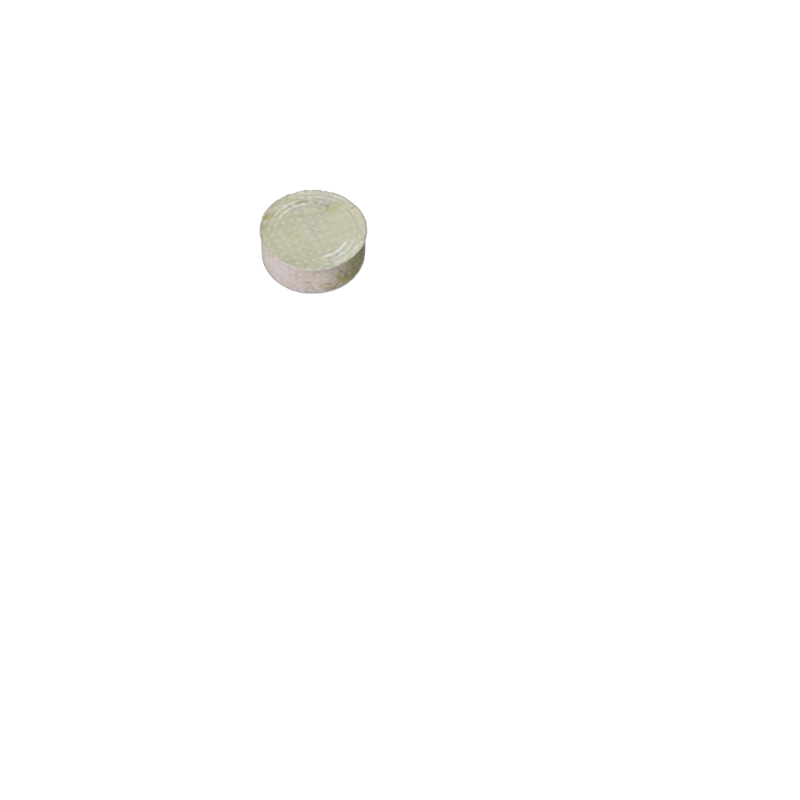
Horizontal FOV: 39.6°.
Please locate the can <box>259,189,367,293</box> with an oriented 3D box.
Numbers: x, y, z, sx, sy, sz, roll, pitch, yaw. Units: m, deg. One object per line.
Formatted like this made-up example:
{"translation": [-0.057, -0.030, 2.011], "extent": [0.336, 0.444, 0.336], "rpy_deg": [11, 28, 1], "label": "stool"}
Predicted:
{"translation": [-0.070, -0.128, 0.893], "extent": [0.086, 0.092, 0.031], "rpy_deg": [-1, -38, -1], "label": "can"}
